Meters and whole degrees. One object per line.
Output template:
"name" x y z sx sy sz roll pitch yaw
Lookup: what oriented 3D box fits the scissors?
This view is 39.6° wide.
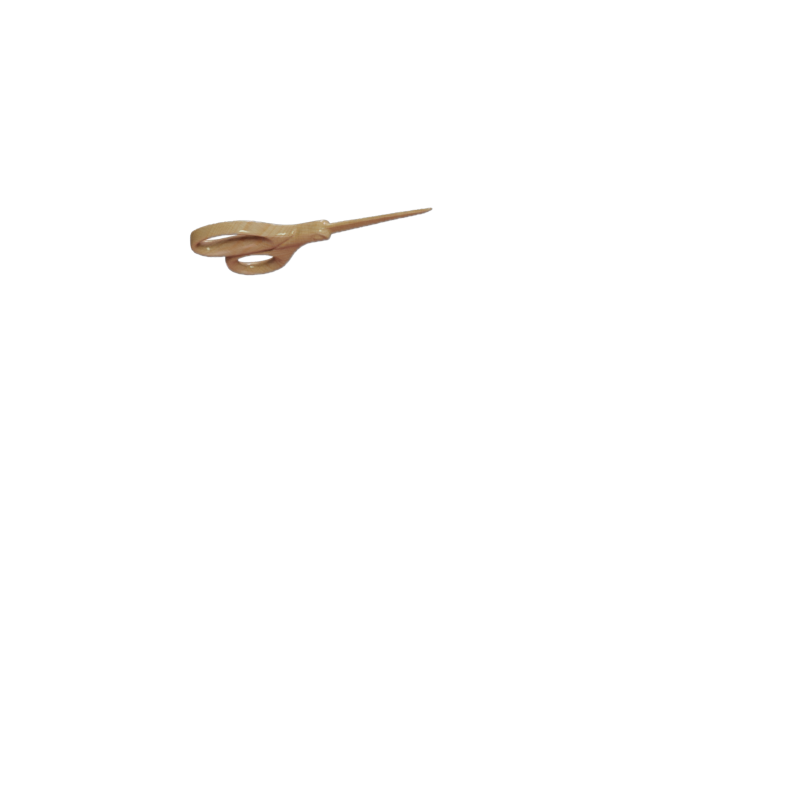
"scissors" -0.072 -0.131 0.918 0.203 0.016 0.091 -2 -18 7
